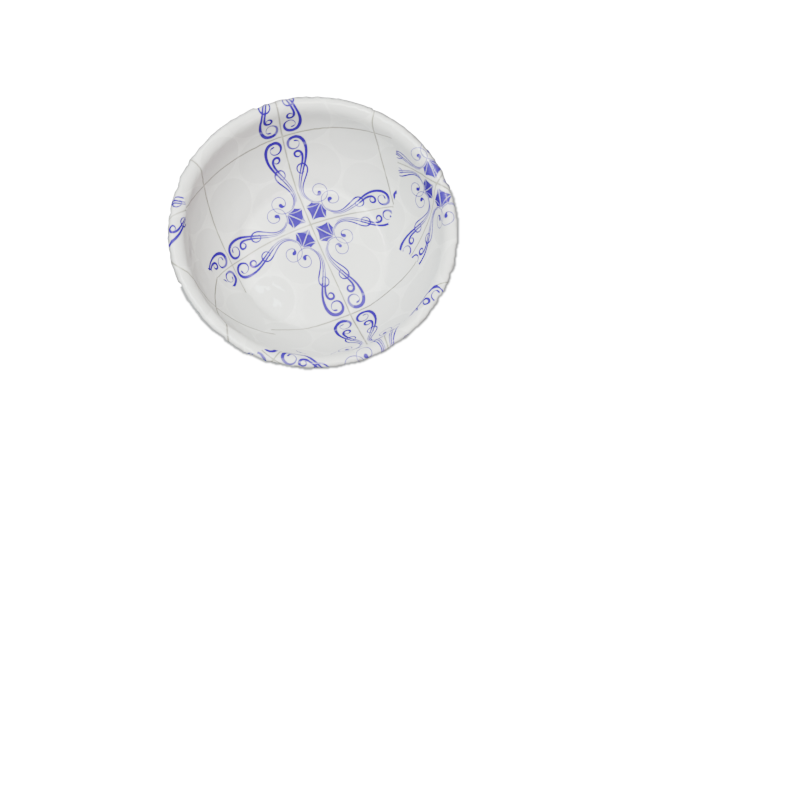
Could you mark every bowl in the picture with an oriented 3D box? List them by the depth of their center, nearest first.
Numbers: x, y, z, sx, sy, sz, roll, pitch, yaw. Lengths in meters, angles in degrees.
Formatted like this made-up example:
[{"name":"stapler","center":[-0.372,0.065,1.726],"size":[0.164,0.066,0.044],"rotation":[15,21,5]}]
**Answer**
[{"name":"bowl","center":[-0.050,-0.091,0.640],"size":[0.162,0.169,0.053],"rotation":[-1,-18,-1]}]
